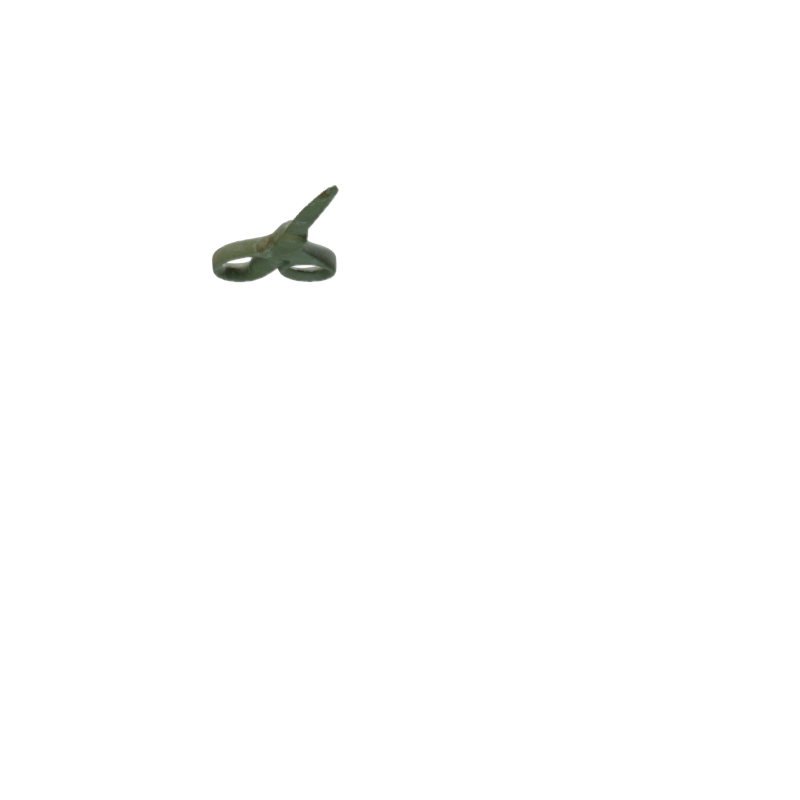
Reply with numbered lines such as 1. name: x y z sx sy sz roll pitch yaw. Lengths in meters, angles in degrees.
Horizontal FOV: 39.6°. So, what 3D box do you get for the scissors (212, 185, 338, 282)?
1. scissors: -0.057 -0.104 0.728 0.092 0.016 0.204 5 -10 -33
